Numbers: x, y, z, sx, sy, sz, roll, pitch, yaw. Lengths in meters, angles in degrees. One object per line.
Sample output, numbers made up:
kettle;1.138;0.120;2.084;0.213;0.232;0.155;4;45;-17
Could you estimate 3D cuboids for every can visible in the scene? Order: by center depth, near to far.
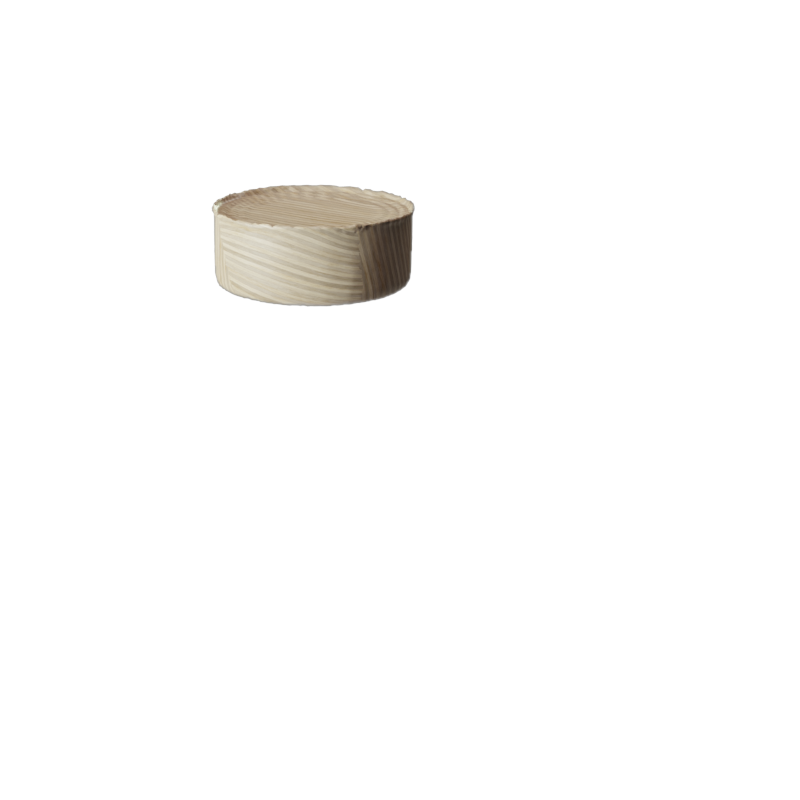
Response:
can;-0.037;-0.068;0.473;0.086;0.032;0.090;-1;20;-2
